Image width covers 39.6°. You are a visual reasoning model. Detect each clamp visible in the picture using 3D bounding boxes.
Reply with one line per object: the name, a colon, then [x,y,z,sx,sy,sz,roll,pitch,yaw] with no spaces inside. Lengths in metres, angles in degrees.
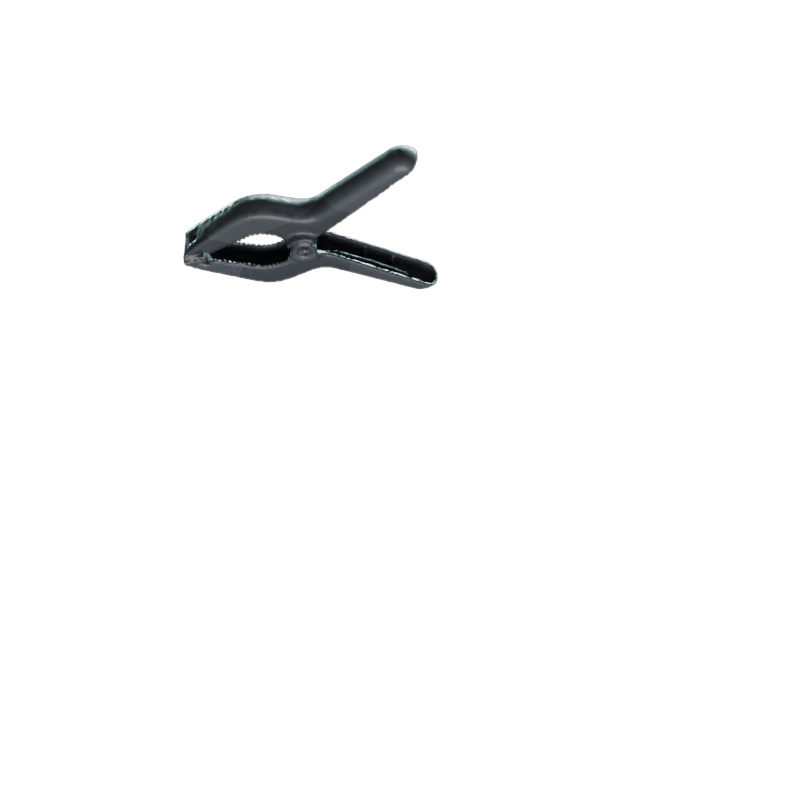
clamp: [-0.071,-0.130,0.908,0.212,0.039,0.152,-9,-36,13]
